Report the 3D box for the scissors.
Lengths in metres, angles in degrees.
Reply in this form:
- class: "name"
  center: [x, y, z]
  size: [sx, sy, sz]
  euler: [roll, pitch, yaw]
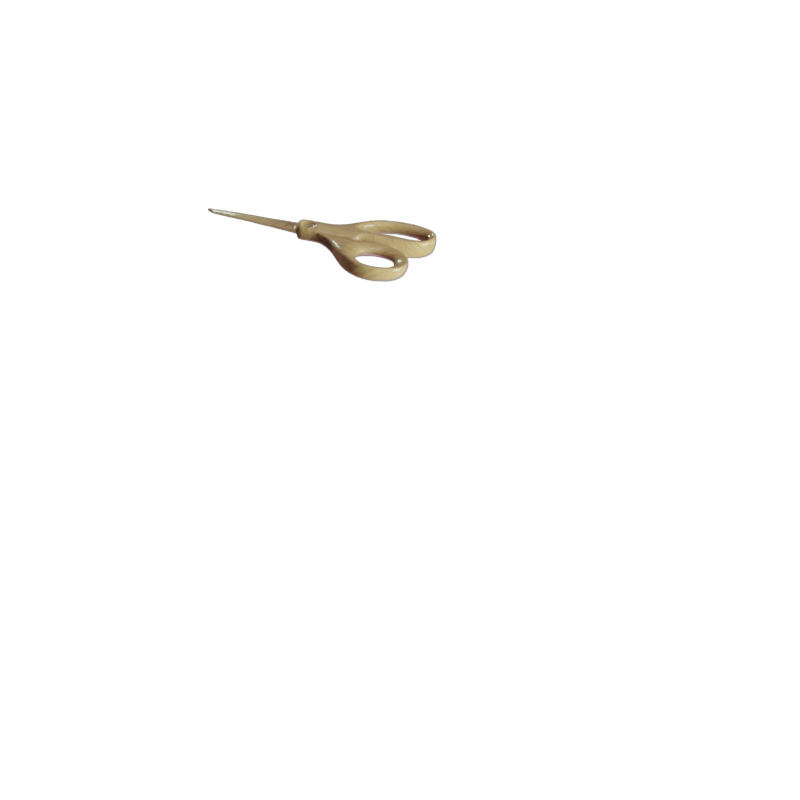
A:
- class: "scissors"
  center: [-0.072, -0.131, 0.921]
  size: [0.204, 0.015, 0.101]
  euler: [5, 34, 7]
